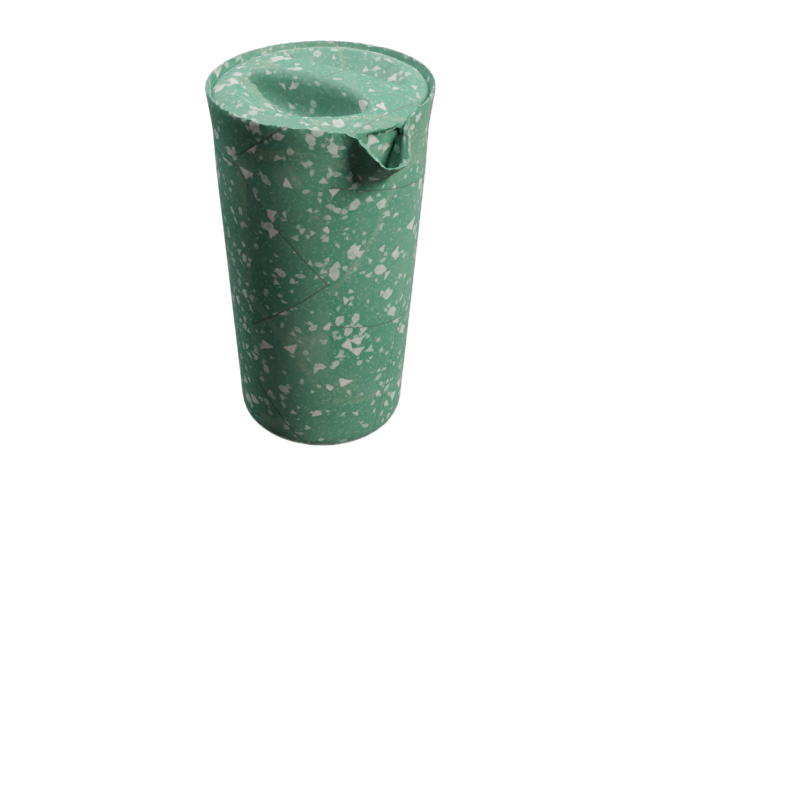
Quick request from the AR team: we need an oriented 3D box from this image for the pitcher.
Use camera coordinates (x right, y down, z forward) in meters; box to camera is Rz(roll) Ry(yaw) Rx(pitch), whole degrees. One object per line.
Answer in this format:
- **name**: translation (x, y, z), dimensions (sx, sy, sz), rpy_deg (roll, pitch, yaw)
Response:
- **pitcher**: translation (-0.055, -0.101, 0.707), dimensions (0.147, 0.228, 0.156), rpy_deg (8, 35, 9)
